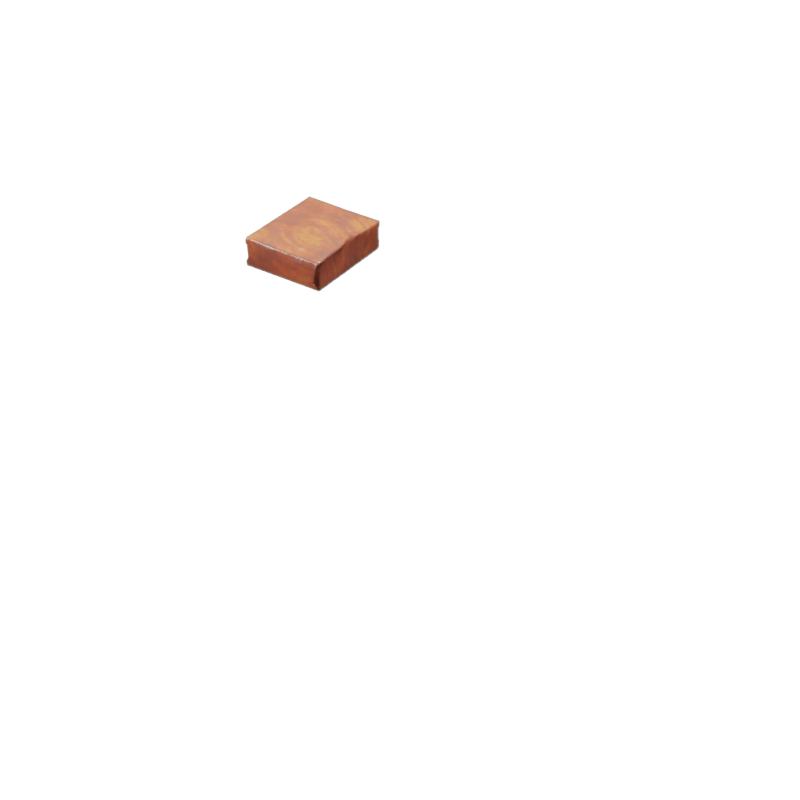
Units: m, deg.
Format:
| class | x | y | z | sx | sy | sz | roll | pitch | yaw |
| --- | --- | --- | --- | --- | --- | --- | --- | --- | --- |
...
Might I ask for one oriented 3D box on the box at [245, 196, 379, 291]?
| class | x | y | z | sx | sy | sz | roll | pitch | yaw |
| --- | --- | --- | --- | --- | --- | --- | --- | --- | --- |
| box | -0.071 | -0.129 | 0.902 | 0.077 | 0.028 | 0.090 | 22 | 40 | 27 |
